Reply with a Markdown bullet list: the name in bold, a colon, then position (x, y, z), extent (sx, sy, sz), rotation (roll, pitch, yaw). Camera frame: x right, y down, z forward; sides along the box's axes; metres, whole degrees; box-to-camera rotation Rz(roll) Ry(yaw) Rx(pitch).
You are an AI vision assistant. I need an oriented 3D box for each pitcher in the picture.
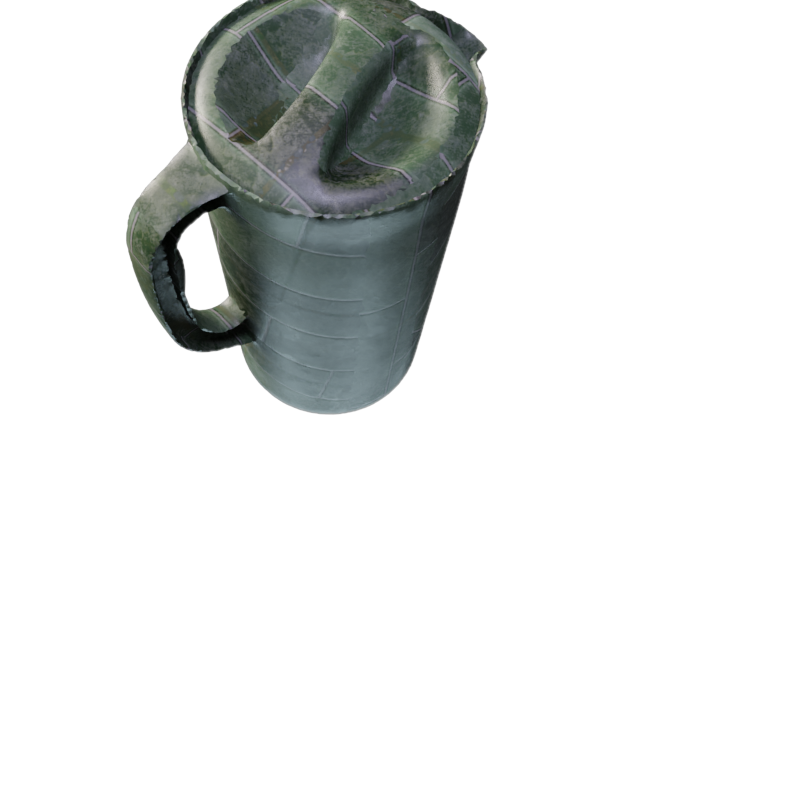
- **pitcher**: position (-0.045, -0.082, 0.574), extent (0.150, 0.153, 0.229), rotation (8, -28, 1)
